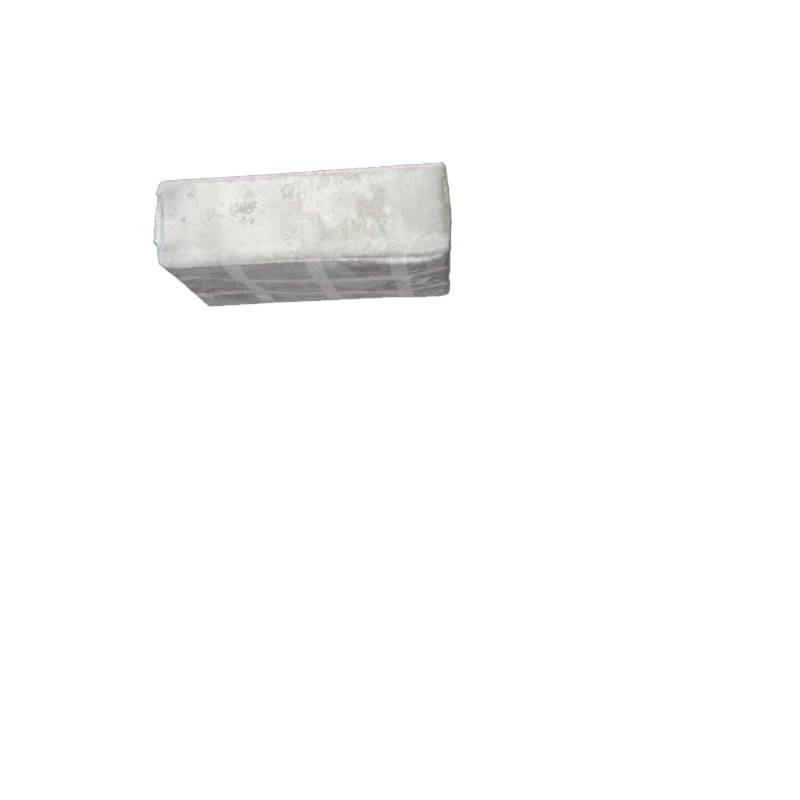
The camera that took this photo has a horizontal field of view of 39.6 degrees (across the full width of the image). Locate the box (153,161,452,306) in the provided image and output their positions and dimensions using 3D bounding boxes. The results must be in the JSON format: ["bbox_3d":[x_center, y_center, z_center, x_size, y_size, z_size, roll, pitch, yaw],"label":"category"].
[{"bbox_3d":[-0.036,-0.065,0.456,0.114,0.040,0.087,-1,-6,5],"label":"box"}]
